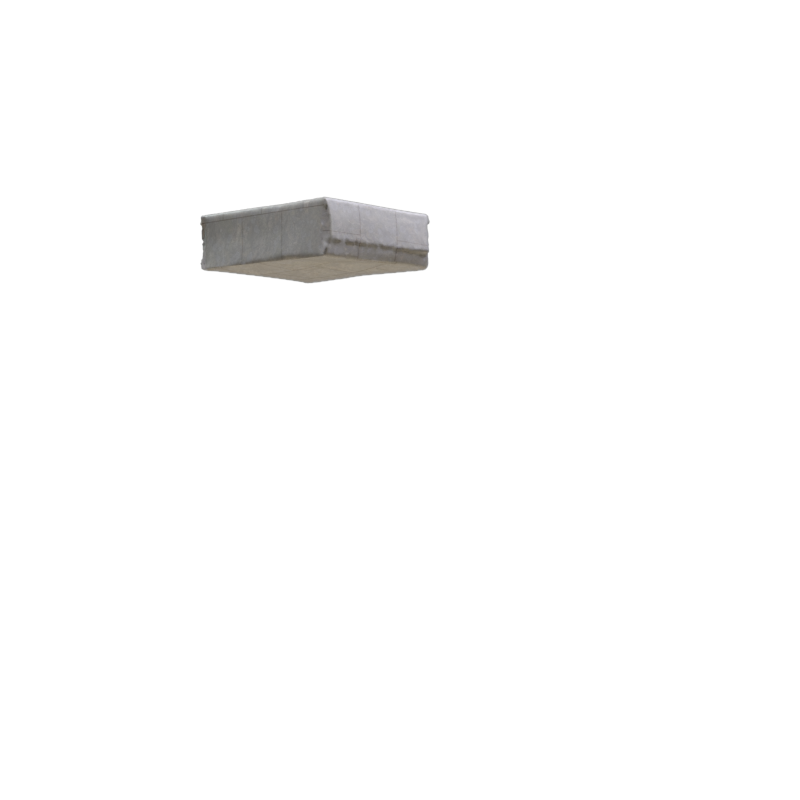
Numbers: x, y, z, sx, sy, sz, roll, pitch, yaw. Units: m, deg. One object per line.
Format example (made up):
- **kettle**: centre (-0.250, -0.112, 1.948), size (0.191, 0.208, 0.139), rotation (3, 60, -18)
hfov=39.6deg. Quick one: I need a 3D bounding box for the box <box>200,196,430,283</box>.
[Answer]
- **box**: centre (-0.053, -0.096, 0.673), size (0.117, 0.039, 0.086), rotation (-2, -3, 43)
